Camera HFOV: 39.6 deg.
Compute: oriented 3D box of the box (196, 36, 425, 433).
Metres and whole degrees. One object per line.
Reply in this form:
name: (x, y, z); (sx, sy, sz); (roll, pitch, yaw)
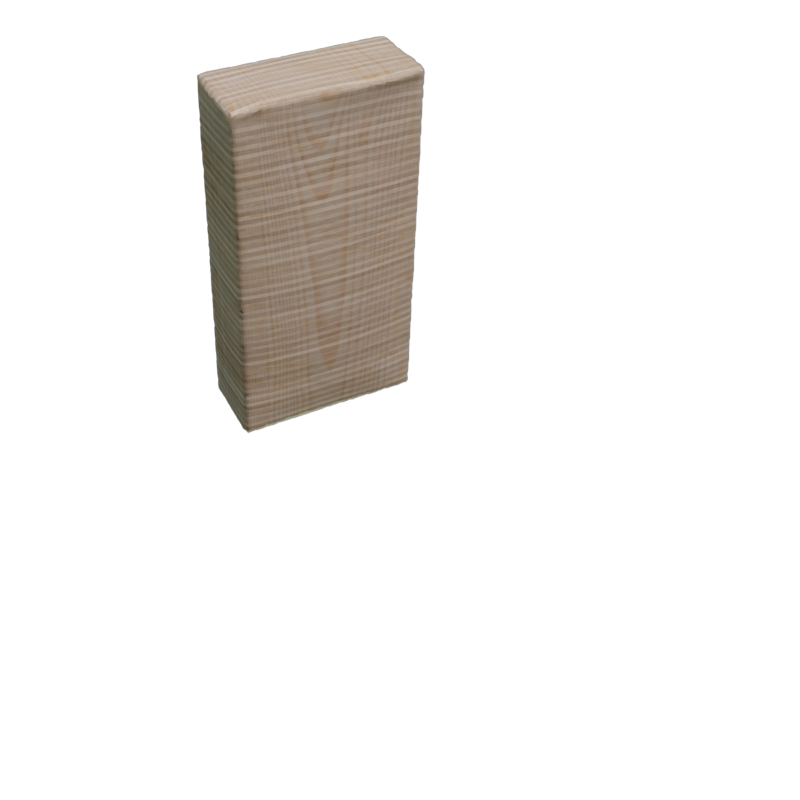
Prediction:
box: (-0.040, -0.073, 0.515); (0.092, 0.164, 0.052); (-17, 44, -22)
